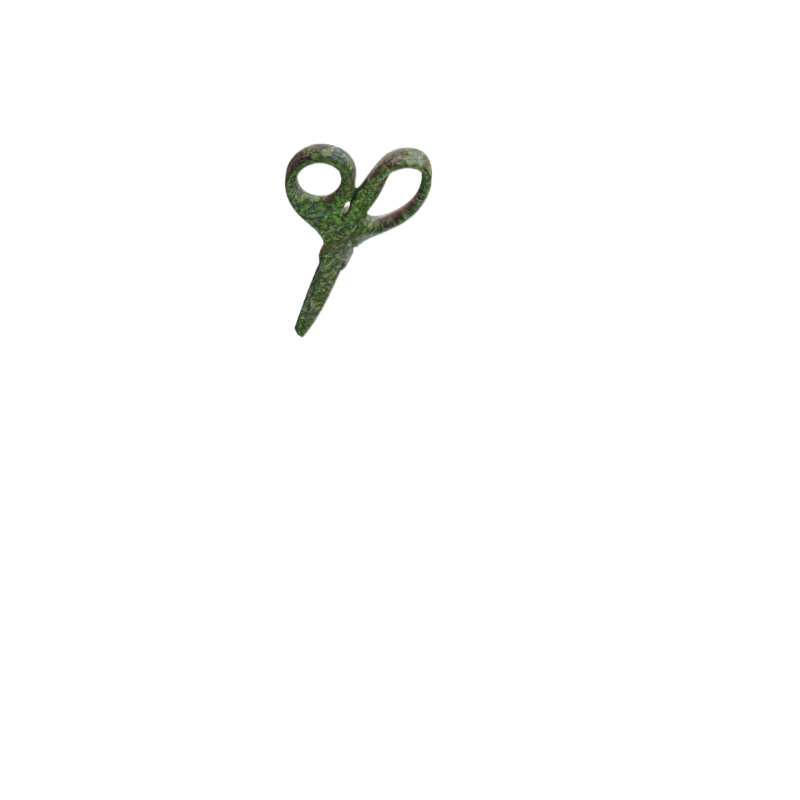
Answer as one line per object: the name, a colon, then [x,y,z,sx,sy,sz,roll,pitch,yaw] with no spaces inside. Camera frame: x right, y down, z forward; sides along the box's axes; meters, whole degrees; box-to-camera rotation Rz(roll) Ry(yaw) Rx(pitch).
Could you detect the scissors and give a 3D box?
scissors: [-0.056,-0.102,0.712,0.092,0.017,0.197,19,-38,-27]
